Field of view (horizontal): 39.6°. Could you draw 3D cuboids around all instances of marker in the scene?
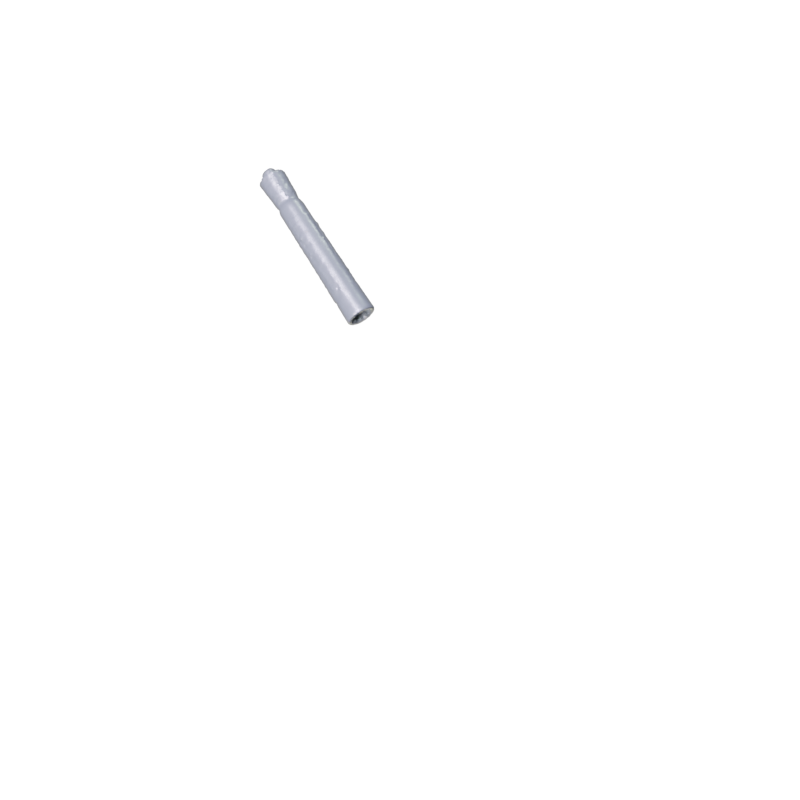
[{"bbox_3d":[-0.055,-0.101,0.706,0.020,0.128,0.019,-27,-24,-14],"label":"marker"}]
